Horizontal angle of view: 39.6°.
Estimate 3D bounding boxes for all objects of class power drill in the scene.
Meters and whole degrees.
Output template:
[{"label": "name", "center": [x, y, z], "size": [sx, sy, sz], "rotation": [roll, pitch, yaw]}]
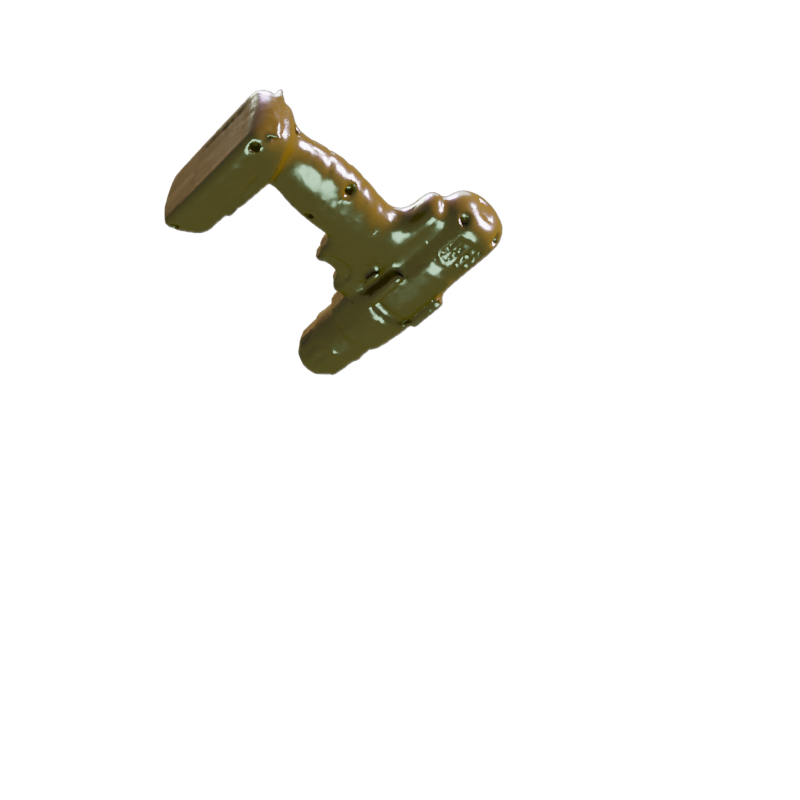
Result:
[{"label": "power drill", "center": [-0.057, -0.103, 0.724], "size": [0.178, 0.062, 0.181], "rotation": [31, -53, -27]}]
